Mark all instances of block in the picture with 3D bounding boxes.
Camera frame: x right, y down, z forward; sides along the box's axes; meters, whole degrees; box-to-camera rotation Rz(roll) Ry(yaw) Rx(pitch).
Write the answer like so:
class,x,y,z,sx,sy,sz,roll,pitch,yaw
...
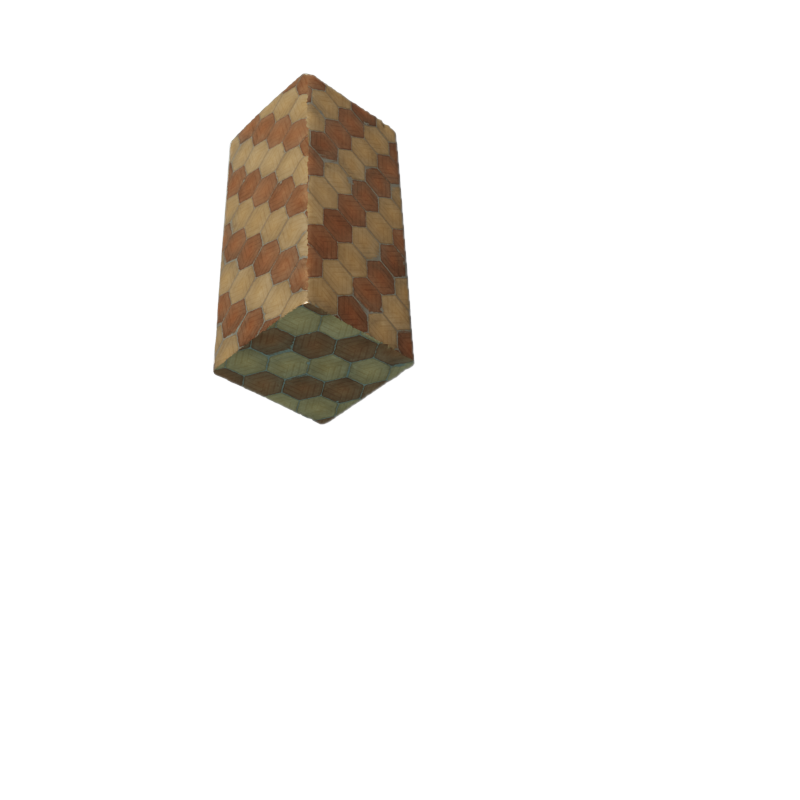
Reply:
class,x,y,z,sx,sy,sz,roll,pitch,yaw
block,-0.057,-0.105,0.732,0.085,0.221,0.089,29,-49,-33
